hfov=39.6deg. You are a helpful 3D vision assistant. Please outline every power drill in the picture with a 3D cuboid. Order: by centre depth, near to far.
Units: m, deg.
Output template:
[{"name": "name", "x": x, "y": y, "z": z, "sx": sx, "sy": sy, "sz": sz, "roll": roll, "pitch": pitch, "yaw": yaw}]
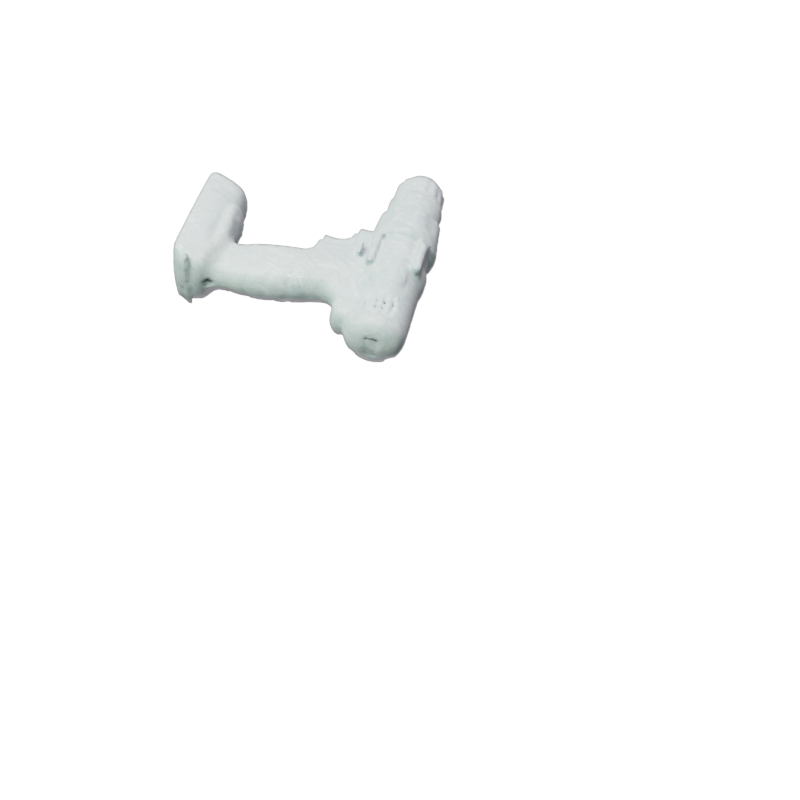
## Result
[{"name": "power drill", "x": -0.066, "y": -0.121, "z": 0.849, "sx": 0.191, "sy": 0.053, "sz": 0.194, "roll": 10, "pitch": 47, "yaw": 10}]
